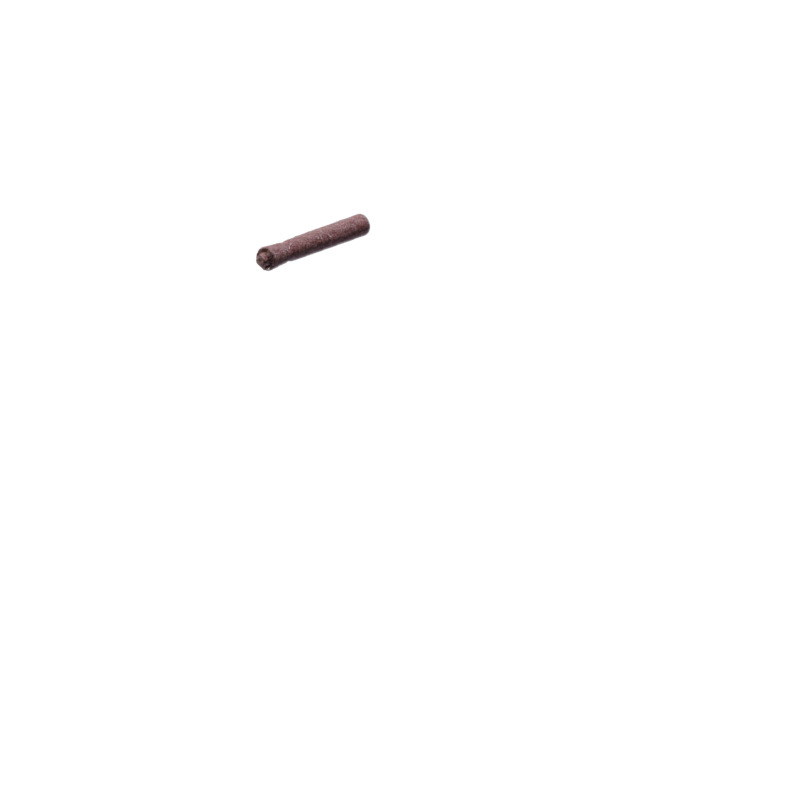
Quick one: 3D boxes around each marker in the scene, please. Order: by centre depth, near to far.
[{"bbox_3d":[-0.068,-0.124,0.868,0.021,0.019,0.120,3,22,40],"label":"marker"}]
